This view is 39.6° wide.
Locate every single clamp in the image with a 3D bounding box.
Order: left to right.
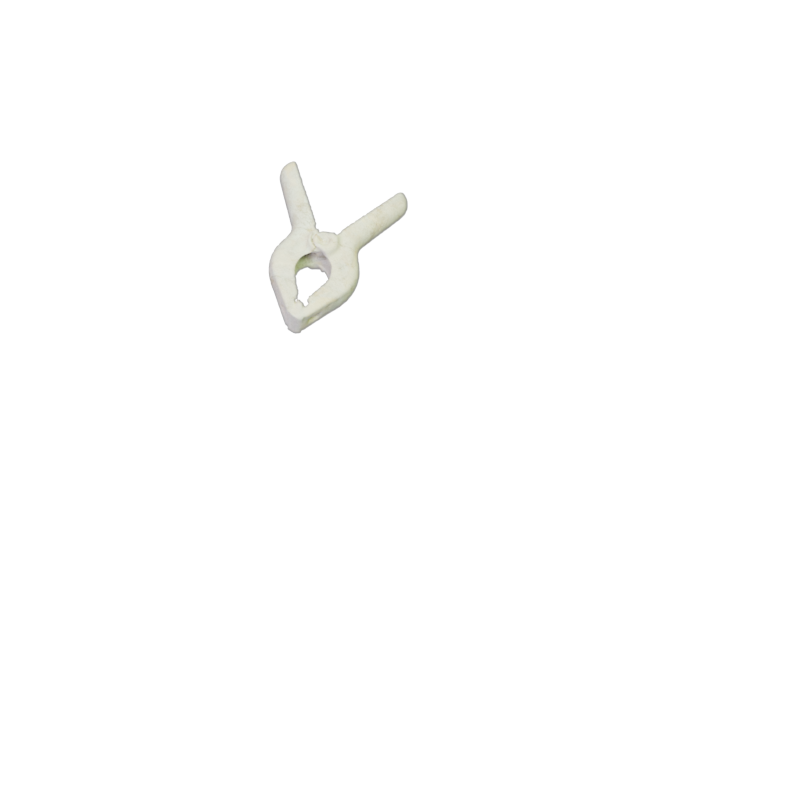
[{"bbox_3d":[-0.077,-0.141,0.986,0.124,0.178,0.037,19,-34,13],"label":"clamp"}]
